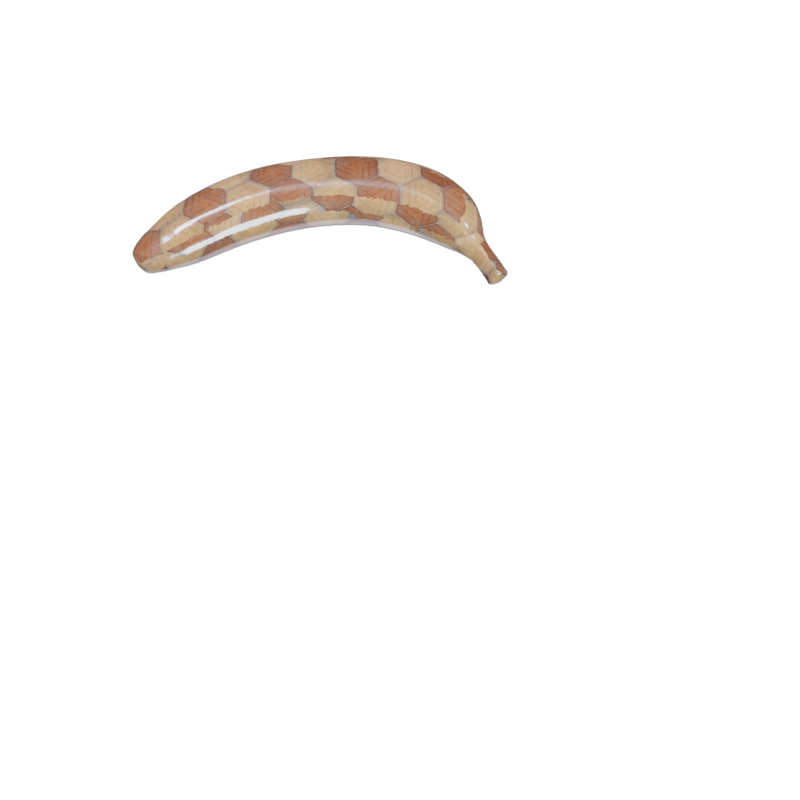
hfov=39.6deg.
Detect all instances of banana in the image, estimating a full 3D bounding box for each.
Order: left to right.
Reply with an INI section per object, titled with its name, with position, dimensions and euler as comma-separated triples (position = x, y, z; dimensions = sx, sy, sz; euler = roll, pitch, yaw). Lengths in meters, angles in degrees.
[banana]
position = -0.042, -0.100, 0.595
dimensions = 0.198, 0.074, 0.034
euler = 1, -33, 0
